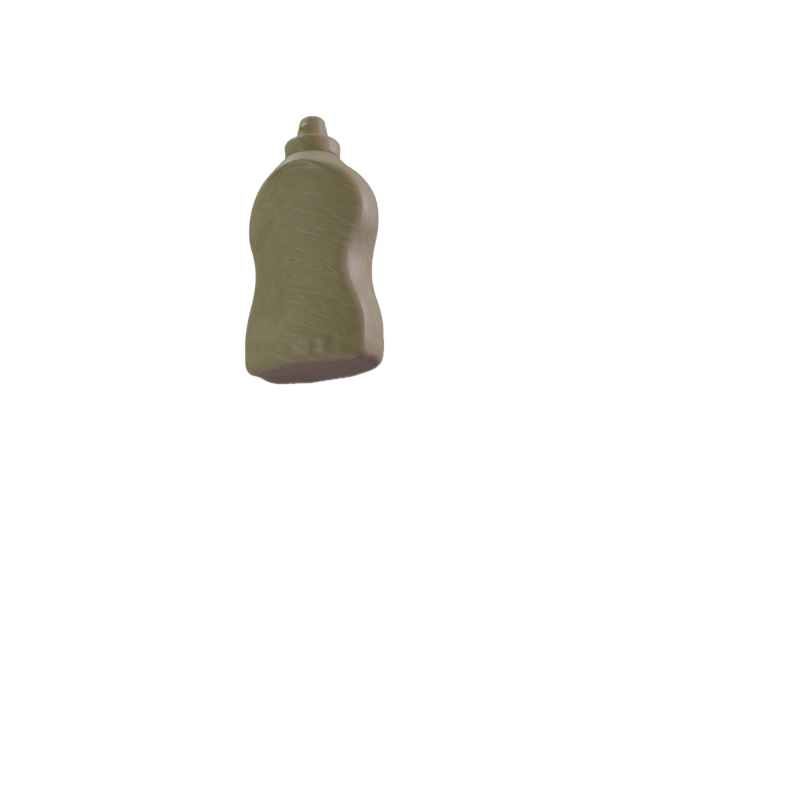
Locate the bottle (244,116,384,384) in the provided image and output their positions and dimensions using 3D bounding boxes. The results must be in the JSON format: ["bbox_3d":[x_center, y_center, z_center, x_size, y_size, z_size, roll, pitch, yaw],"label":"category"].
[{"bbox_3d":[-0.062,-0.112,0.784,0.098,0.201,0.055,-12,-23,28],"label":"bottle"}]
